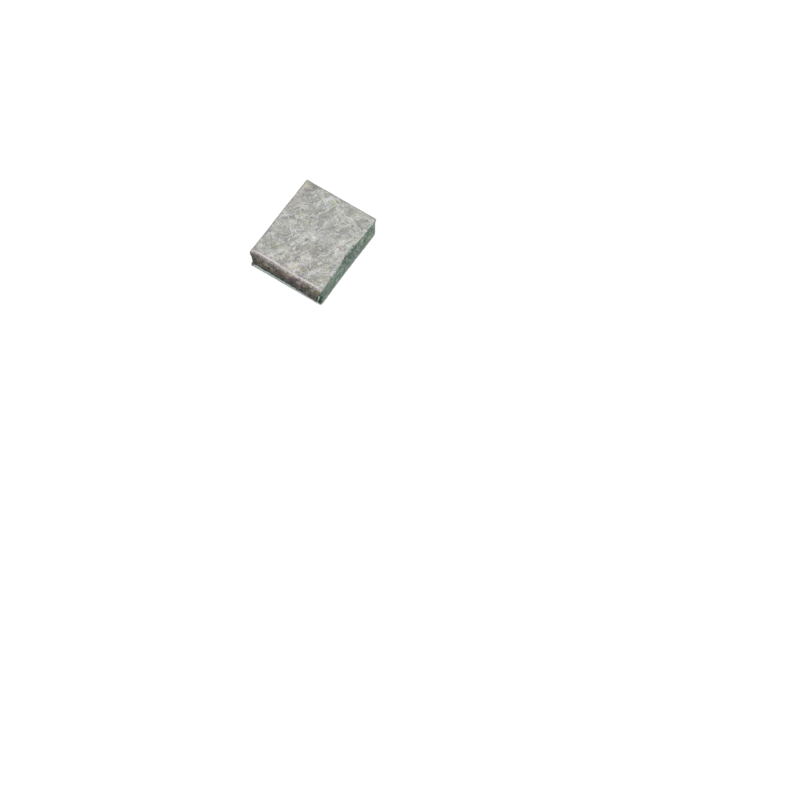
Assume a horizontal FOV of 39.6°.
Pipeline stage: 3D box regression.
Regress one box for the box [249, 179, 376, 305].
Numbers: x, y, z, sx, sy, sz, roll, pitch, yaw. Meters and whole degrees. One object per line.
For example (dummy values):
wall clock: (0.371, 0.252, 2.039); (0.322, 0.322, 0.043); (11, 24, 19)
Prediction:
box: (-0.074, -0.135, 0.949); (0.076, 0.091, 0.028); (30, -24, 14)
